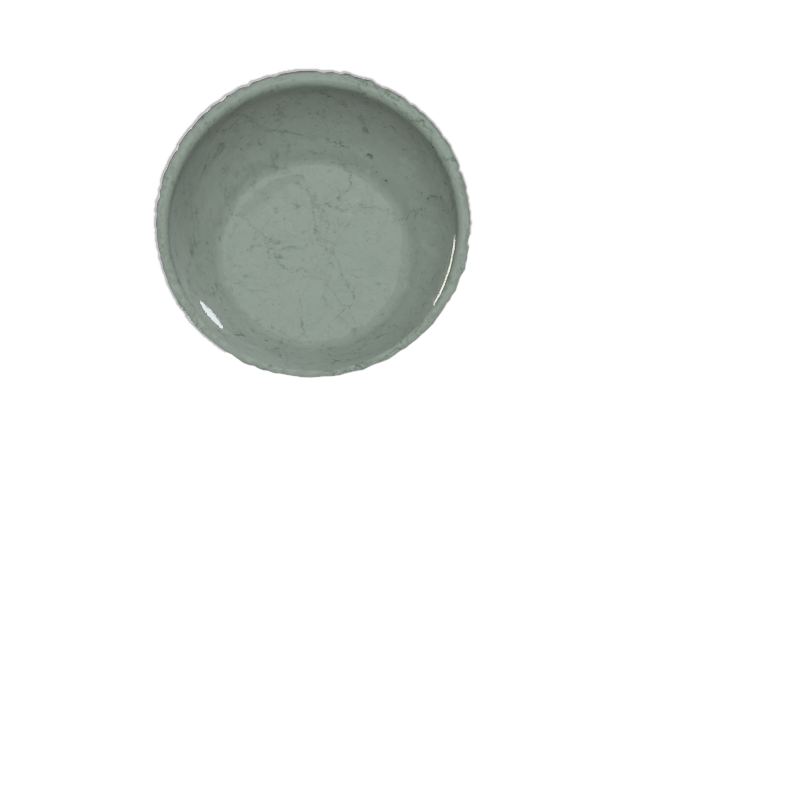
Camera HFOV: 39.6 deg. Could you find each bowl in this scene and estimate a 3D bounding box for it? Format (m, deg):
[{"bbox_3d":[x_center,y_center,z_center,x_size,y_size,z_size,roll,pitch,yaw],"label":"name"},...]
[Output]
[{"bbox_3d":[-0.042,-0.077,0.542,0.162,0.156,0.057,0,16,-1],"label":"bowl"}]
